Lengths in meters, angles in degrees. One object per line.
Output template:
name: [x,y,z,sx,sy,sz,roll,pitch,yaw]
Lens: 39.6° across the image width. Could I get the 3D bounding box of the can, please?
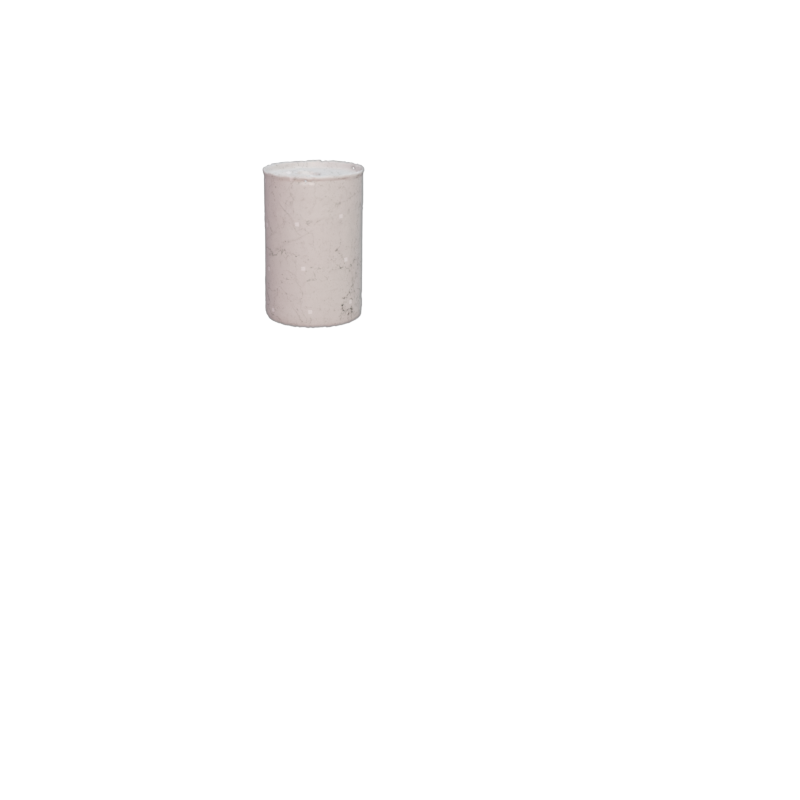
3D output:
can: [-0.059,-0.107,0.750,0.068,0.099,0.071,0,16,-2]
